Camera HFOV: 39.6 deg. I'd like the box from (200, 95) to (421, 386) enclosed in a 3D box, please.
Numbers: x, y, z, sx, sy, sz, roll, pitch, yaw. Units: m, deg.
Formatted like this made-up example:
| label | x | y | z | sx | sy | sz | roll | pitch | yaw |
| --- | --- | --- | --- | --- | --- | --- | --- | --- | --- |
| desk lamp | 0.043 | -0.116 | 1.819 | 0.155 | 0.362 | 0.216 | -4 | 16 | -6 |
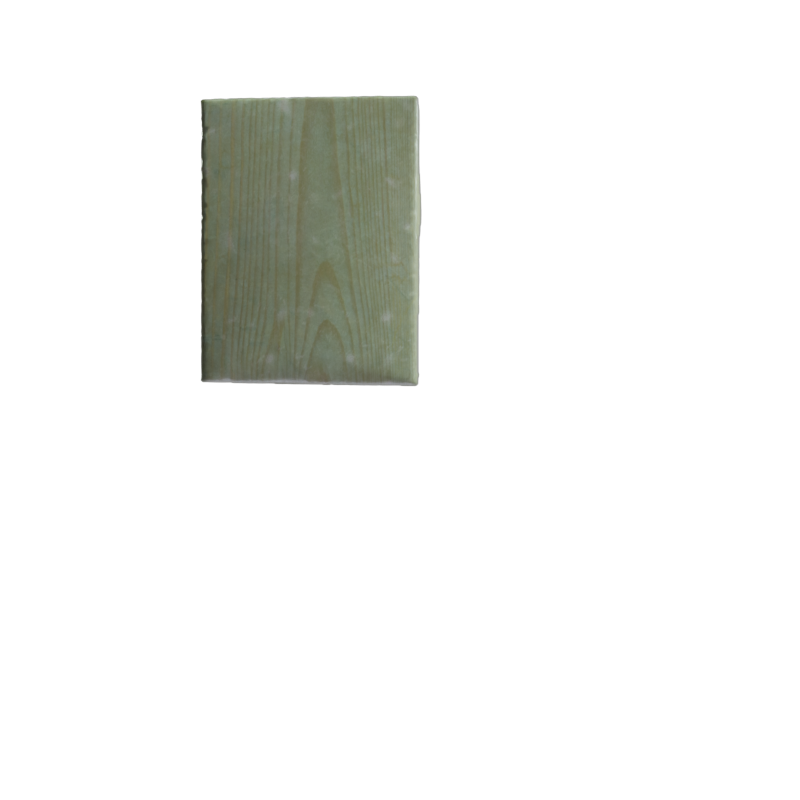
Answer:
| label | x | y | z | sx | sy | sz | roll | pitch | yaw |
| --- | --- | --- | --- | --- | --- | --- | --- | --- | --- |
| box | -0.066 | -0.121 | 0.847 | 0.165 | 0.214 | 0.071 | 0 | 1 | 5 |
